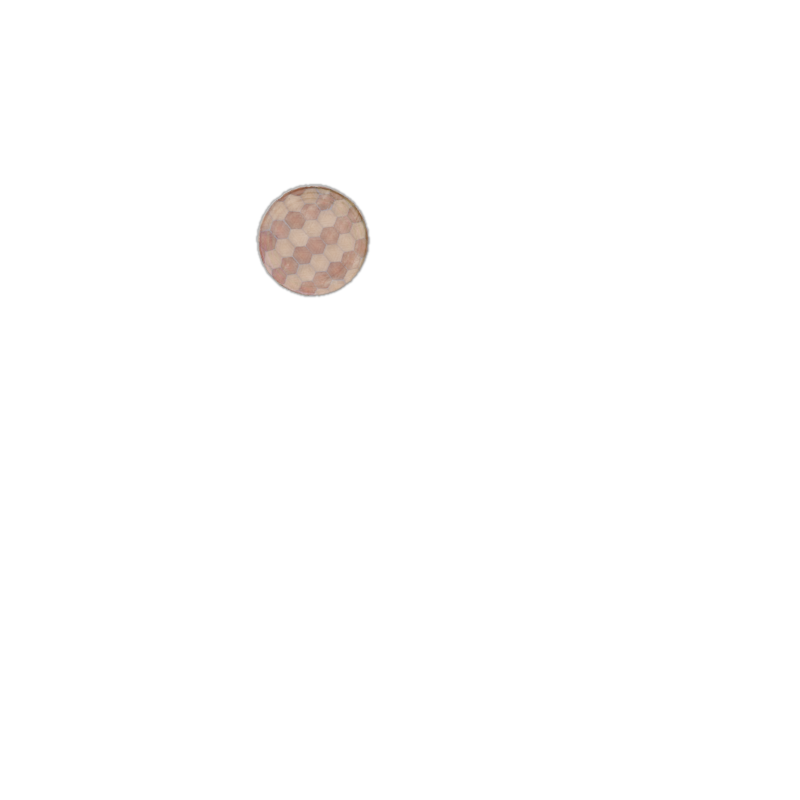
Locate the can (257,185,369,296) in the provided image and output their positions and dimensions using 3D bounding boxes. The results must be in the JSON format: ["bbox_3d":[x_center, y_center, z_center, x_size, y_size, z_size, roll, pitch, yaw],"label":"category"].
[{"bbox_3d":[-0.068,-0.124,0.870,0.086,0.086,0.033,0,-2,-1],"label":"can"}]
